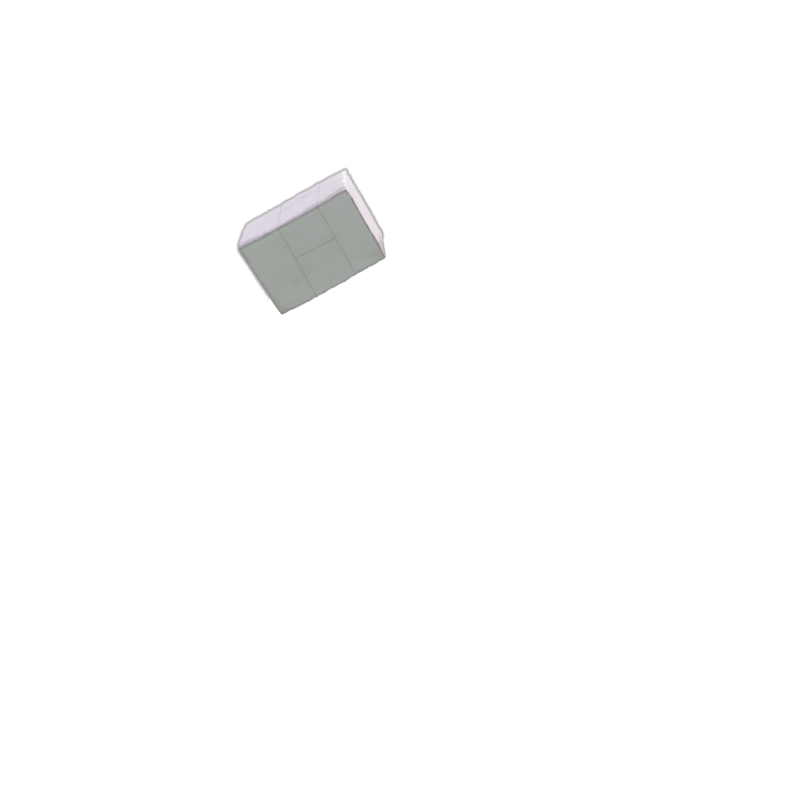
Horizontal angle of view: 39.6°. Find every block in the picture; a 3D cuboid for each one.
[{"bbox_3d":[-0.055,-0.100,0.699,0.078,0.050,0.054,-27,20,8],"label":"block"}]
